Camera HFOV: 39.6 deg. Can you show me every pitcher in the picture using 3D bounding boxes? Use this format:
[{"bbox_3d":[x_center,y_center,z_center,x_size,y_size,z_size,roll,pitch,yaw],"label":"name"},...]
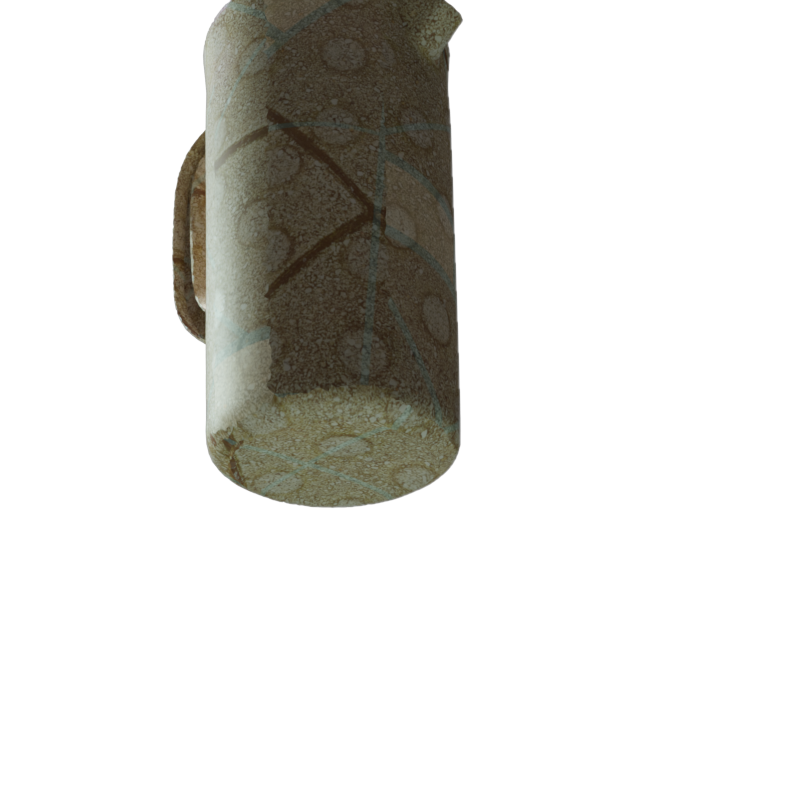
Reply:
[{"bbox_3d":[-0.042,-0.077,0.538,0.144,0.260,0.141,2,-33,-7],"label":"pitcher"}]
